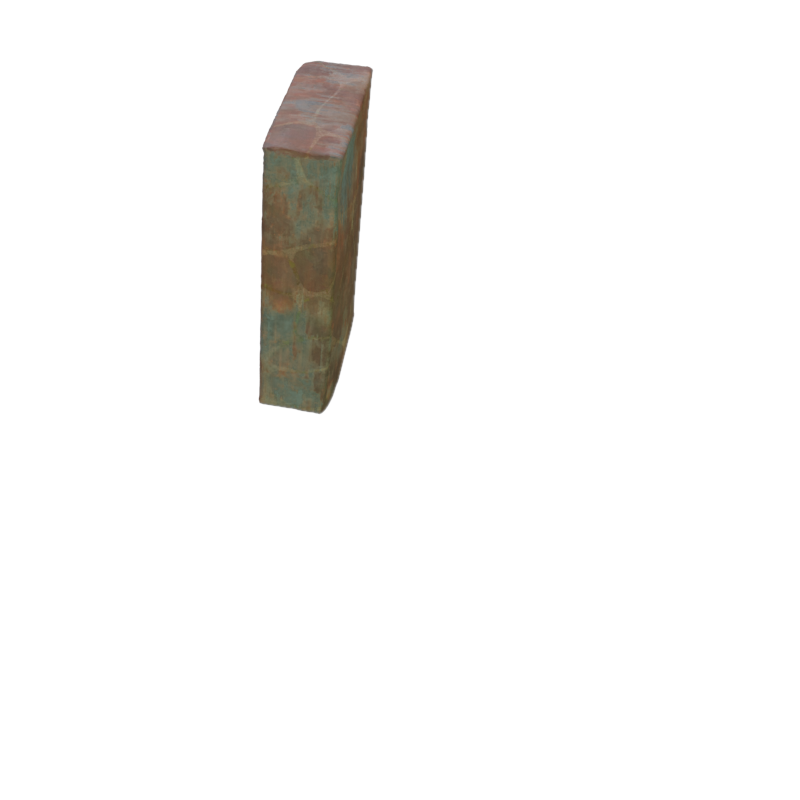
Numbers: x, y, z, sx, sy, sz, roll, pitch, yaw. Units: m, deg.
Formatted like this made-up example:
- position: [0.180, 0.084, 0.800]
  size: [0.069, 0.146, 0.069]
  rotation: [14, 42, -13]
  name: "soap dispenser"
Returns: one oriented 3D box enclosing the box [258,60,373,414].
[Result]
- position: [-0.048, -0.087, 0.606]
  size: [0.049, 0.164, 0.099]
  rotation: [8, 41, 5]
  name: "box"
